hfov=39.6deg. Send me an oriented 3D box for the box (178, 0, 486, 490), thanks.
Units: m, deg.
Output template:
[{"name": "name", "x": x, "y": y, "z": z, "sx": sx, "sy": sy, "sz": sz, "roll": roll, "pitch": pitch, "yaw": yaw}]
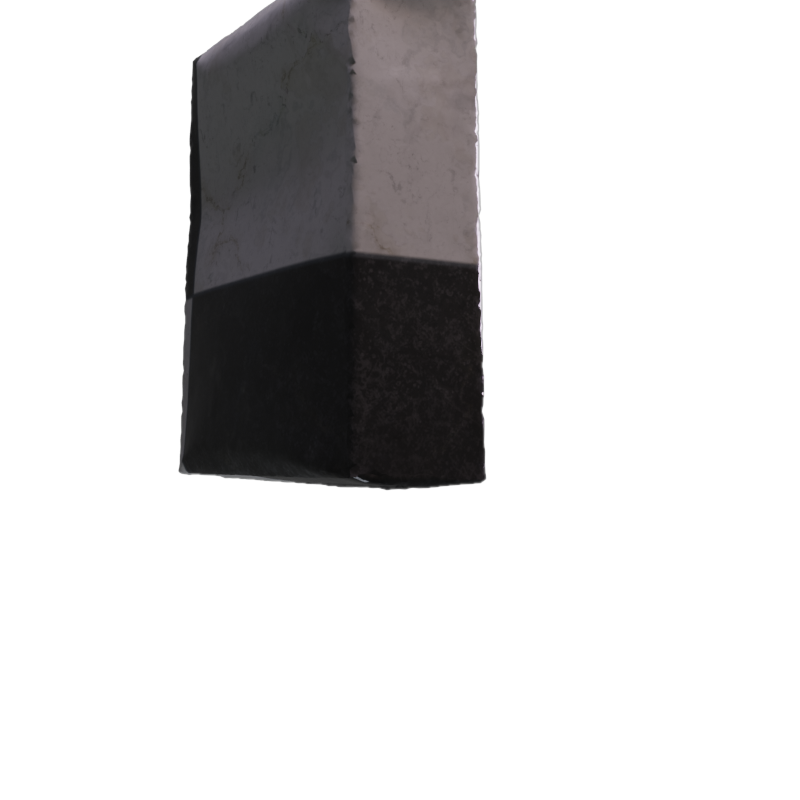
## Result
[{"name": "box", "x": -0.039, "y": -0.072, "z": 0.502, "sx": 0.069, "sy": 0.218, "sz": 0.167, "roll": 5, "pitch": -9, "yaw": -33}]
